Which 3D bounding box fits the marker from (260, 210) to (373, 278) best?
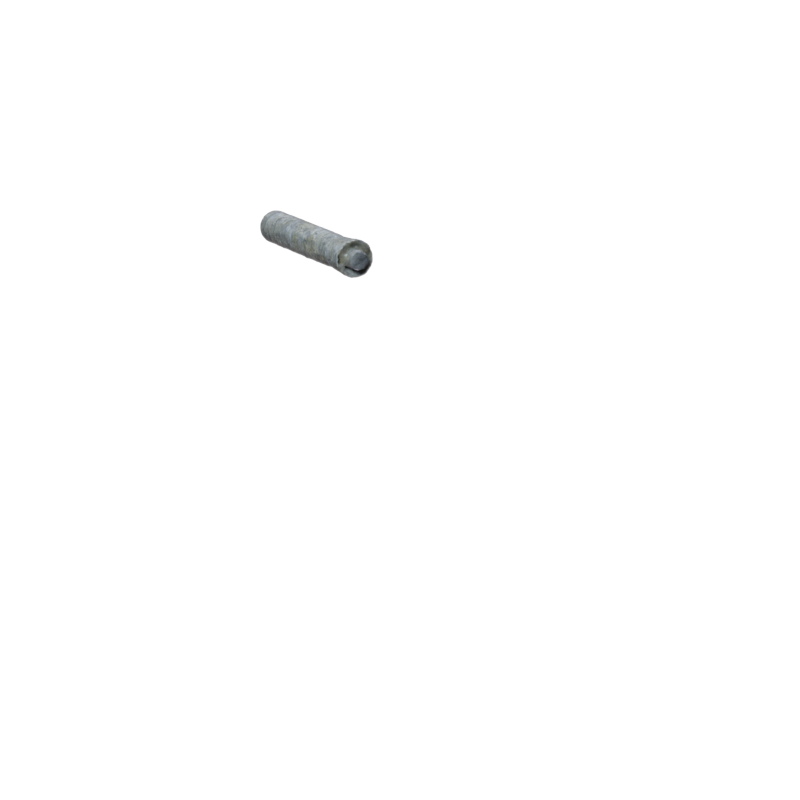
[{"bbox_3d":[-0.045,-0.083,0.580,0.019,0.019,0.127,-2,16,-25],"label":"marker"}]
